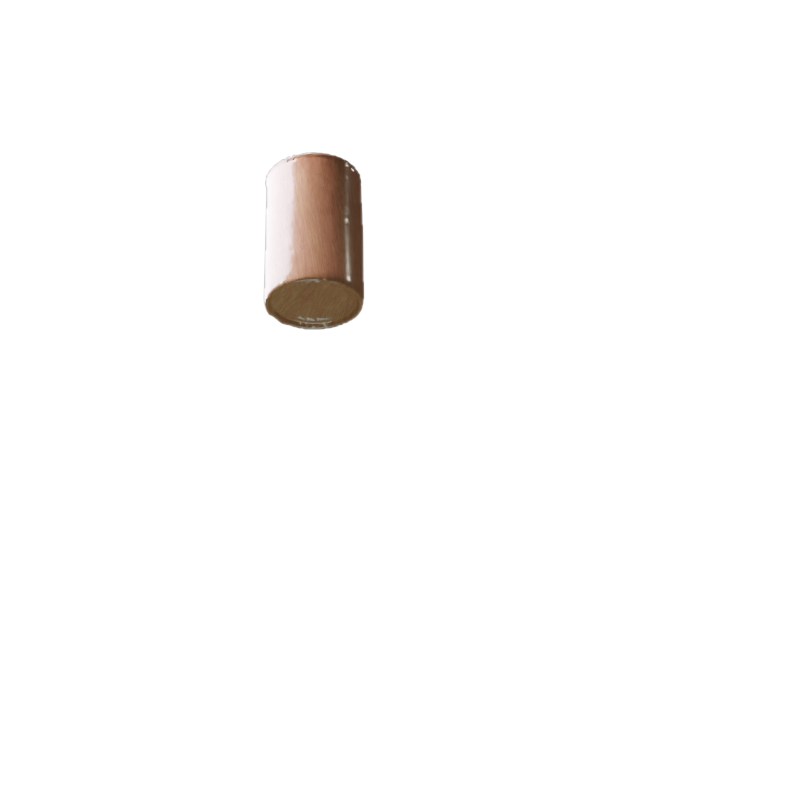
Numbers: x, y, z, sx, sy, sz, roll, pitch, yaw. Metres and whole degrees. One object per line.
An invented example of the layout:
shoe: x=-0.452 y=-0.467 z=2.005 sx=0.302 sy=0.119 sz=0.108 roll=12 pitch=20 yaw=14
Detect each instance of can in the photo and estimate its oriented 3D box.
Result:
can: x=-0.059 y=-0.108 z=0.754 sx=0.068 sy=0.109 sz=0.064 roll=-1 pitch=-31 yaw=-2
